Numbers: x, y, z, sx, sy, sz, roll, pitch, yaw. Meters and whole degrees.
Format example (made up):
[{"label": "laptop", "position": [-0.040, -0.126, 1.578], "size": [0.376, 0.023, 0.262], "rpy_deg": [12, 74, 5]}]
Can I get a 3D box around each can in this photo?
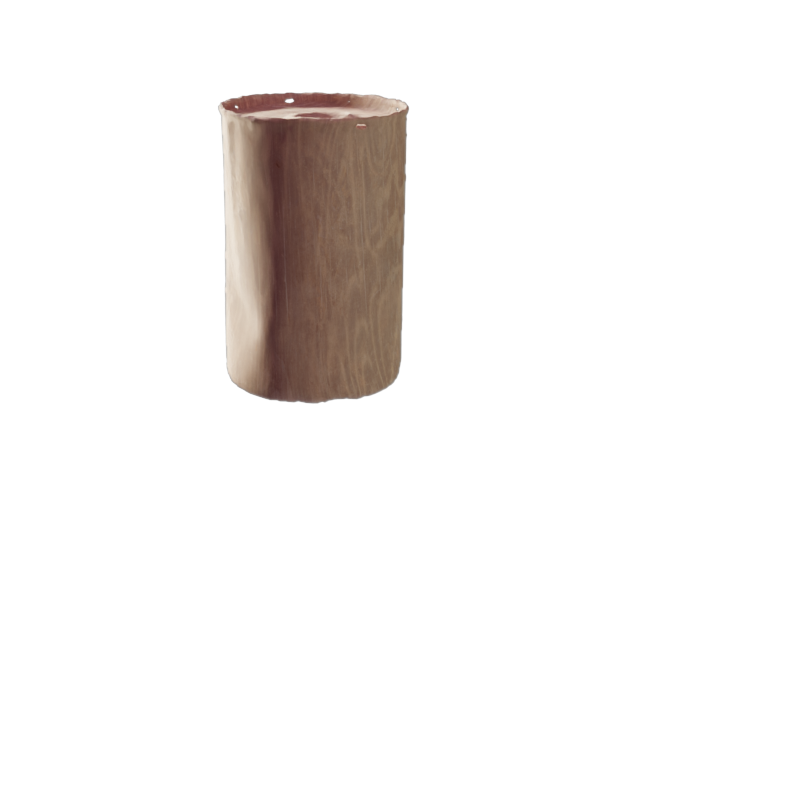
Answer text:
[{"label": "can", "position": [-0.032, -0.058, 0.408], "size": [0.068, 0.098, 0.071], "rpy_deg": [0, 18, -2]}]
